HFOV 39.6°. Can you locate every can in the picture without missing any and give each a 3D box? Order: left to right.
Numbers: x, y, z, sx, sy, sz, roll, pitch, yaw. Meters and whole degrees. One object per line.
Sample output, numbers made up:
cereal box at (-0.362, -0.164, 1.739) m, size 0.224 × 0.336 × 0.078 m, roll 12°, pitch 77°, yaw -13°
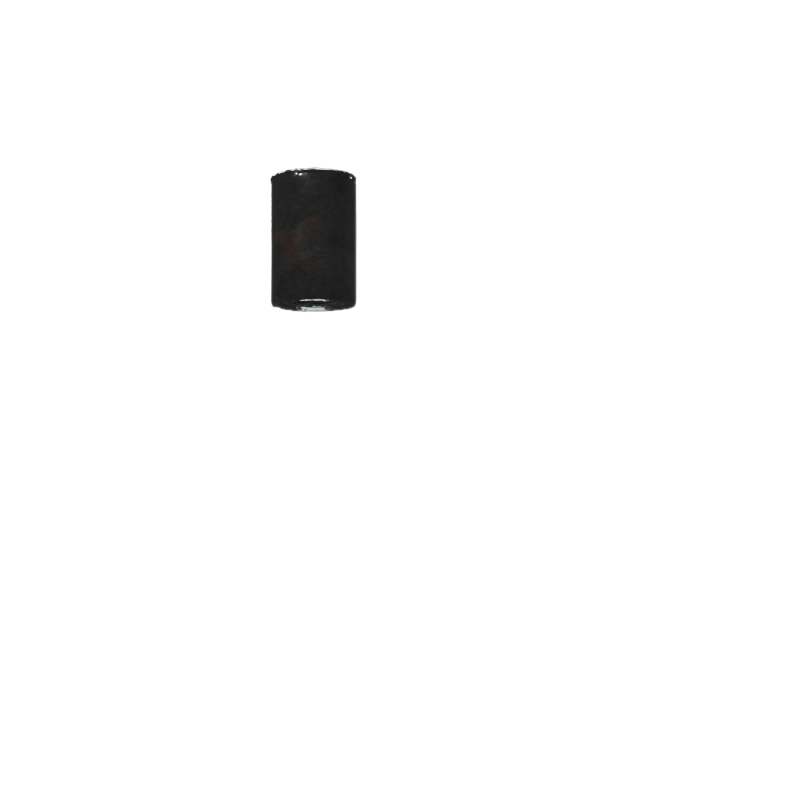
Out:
can at (-0.068, -0.123, 0.865) m, size 0.068 × 0.105 × 0.067 m, roll 0°, pitch -9°, yaw -2°
